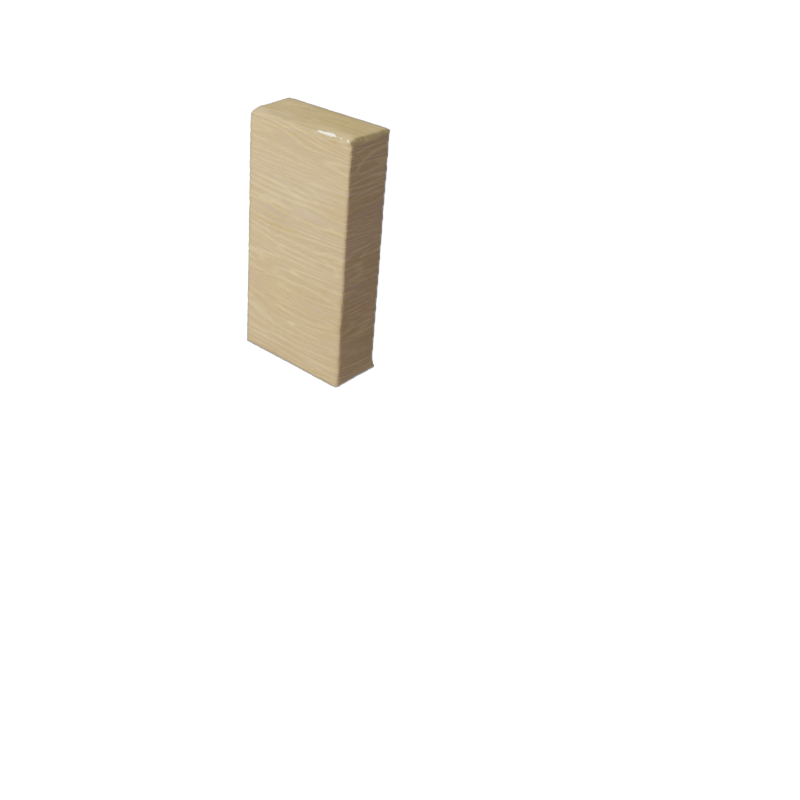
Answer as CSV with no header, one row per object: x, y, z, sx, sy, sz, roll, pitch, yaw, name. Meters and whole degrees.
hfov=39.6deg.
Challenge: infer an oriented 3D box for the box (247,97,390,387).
-0.059,-0.107,0.748,0.099,0.167,0.048,24,35,36,box
